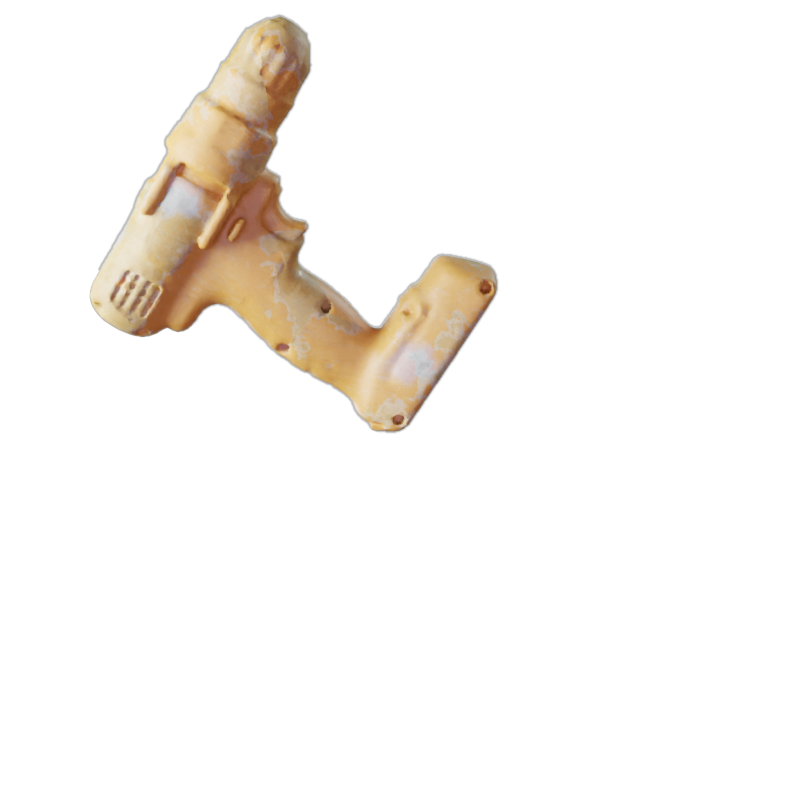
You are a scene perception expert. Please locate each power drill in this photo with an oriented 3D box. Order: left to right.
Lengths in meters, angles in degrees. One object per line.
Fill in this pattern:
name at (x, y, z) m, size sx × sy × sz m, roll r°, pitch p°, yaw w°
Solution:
power drill at (-0.046, -0.084, 0.589) m, size 0.185 × 0.182 × 0.059 m, roll 31°, pitch 10°, yaw -7°
